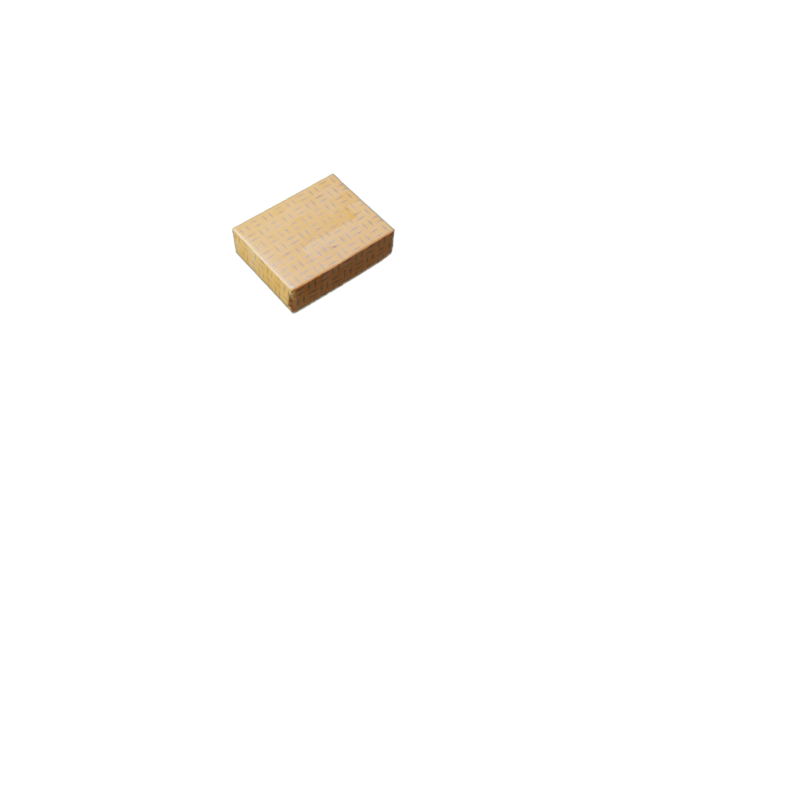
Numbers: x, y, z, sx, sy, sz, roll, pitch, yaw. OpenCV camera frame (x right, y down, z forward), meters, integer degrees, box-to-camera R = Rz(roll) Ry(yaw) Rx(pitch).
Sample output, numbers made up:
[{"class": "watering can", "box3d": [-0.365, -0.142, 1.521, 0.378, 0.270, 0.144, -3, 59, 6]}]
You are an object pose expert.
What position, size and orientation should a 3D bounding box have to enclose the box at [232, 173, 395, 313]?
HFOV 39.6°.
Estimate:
[{"class": "box", "box3d": [-0.075, -0.138, 0.964, 0.114, 0.036, 0.096, -31, 58, -23]}]
